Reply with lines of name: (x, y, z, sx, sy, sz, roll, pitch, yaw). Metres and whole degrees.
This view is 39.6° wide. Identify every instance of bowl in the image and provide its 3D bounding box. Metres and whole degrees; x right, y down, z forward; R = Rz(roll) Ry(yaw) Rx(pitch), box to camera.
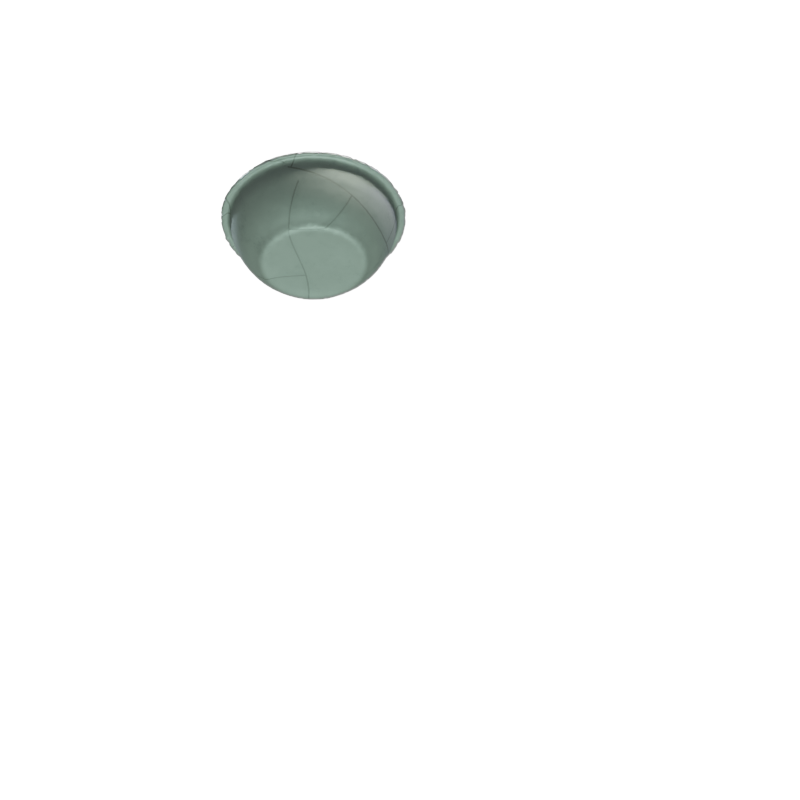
bowl: (-0.075, -0.136, 0.955, 0.162, 0.059, 0.151, 1, -40, -1)
